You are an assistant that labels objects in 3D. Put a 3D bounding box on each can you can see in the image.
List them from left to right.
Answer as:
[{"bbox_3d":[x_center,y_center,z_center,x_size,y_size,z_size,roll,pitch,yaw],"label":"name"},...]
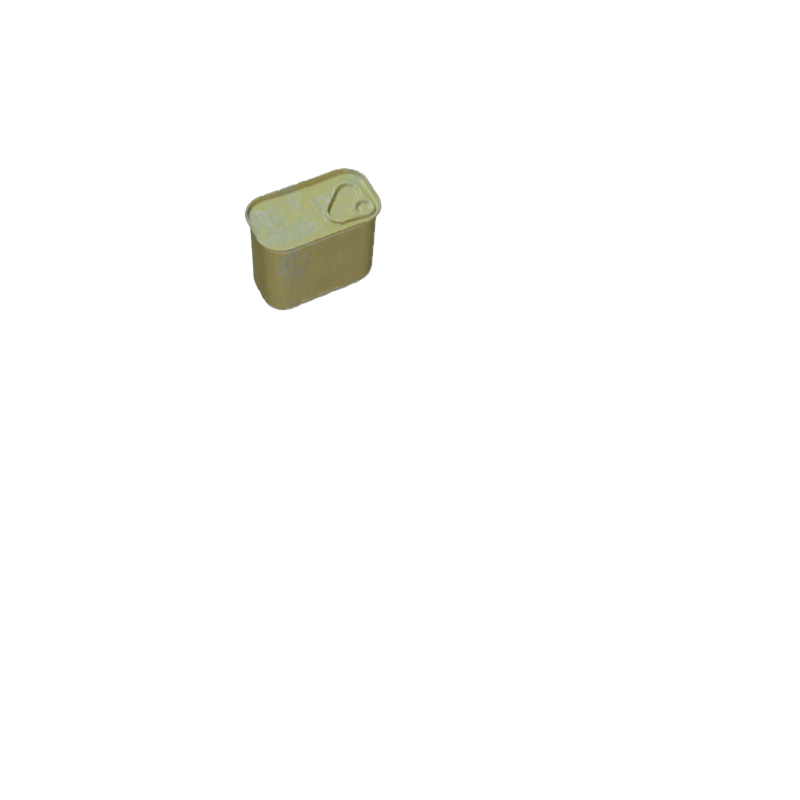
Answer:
[{"bbox_3d":[-0.068,-0.125,0.875,0.101,0.062,0.078,-22,-30,-16],"label":"can"}]
